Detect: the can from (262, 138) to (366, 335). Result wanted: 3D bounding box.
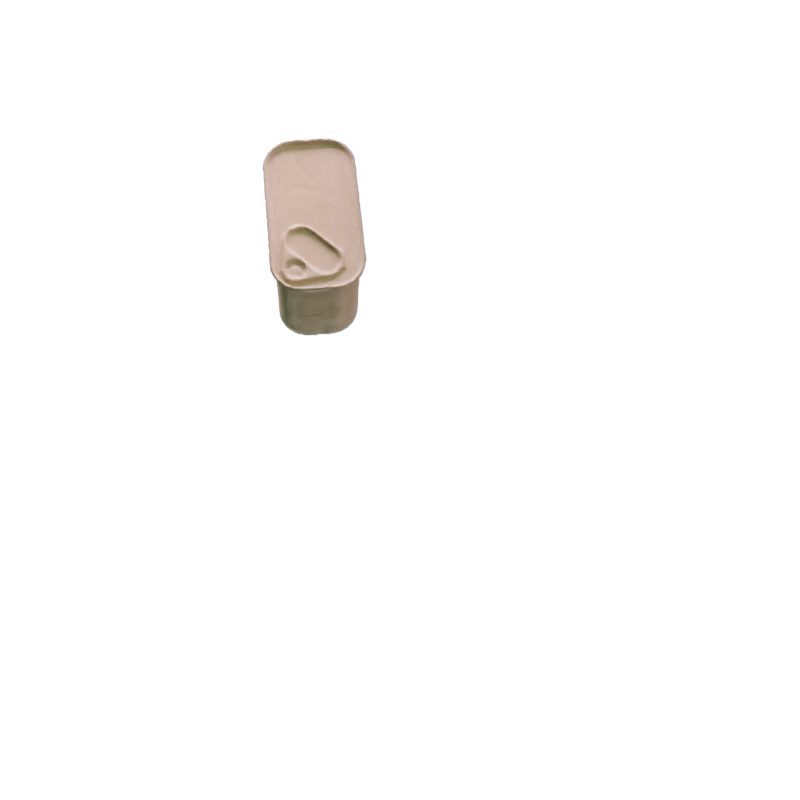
[{"bbox_3d":[-0.055,-0.100,0.704,0.057,0.108,0.080,-5,-23,-5],"label":"can"}]
